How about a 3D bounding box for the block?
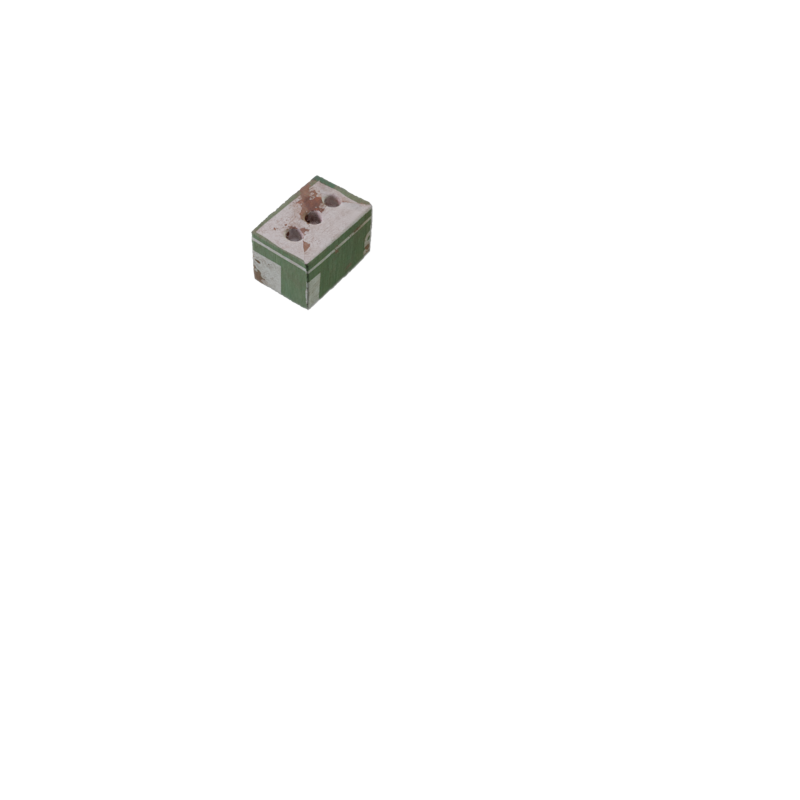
[{"bbox_3d":[-0.063,-0.114,0.802,0.055,0.048,0.080,29,55,21],"label":"block"}]
